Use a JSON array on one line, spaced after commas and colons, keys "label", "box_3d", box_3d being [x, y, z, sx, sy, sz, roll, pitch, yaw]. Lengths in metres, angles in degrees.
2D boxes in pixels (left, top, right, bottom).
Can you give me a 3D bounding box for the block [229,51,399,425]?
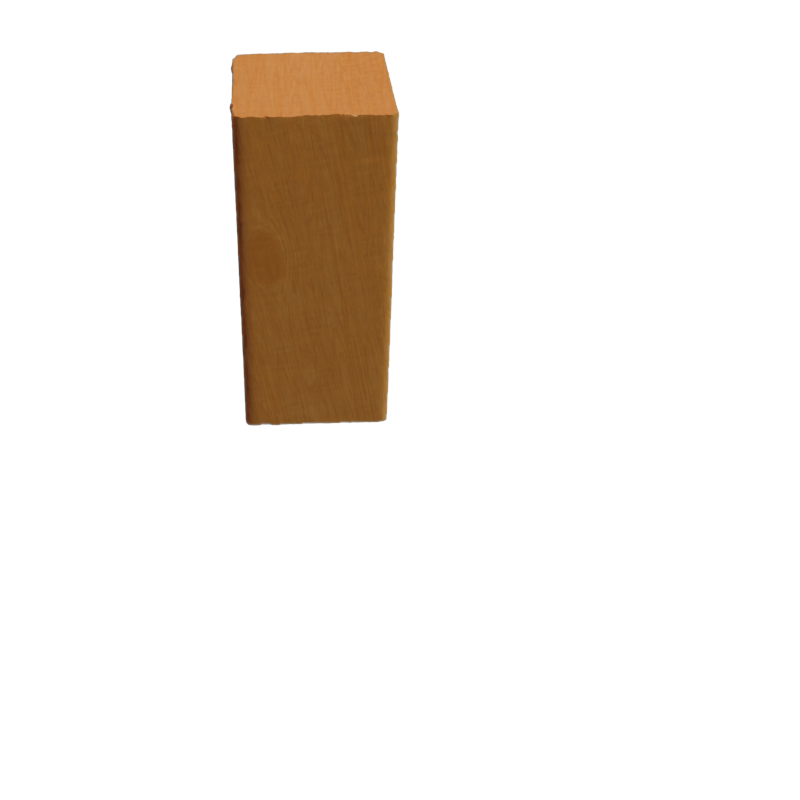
[{"label": "block", "box_3d": [-0.052, -0.095, 0.661, 0.090, 0.193, 0.097, -1, 35, -5]}]
